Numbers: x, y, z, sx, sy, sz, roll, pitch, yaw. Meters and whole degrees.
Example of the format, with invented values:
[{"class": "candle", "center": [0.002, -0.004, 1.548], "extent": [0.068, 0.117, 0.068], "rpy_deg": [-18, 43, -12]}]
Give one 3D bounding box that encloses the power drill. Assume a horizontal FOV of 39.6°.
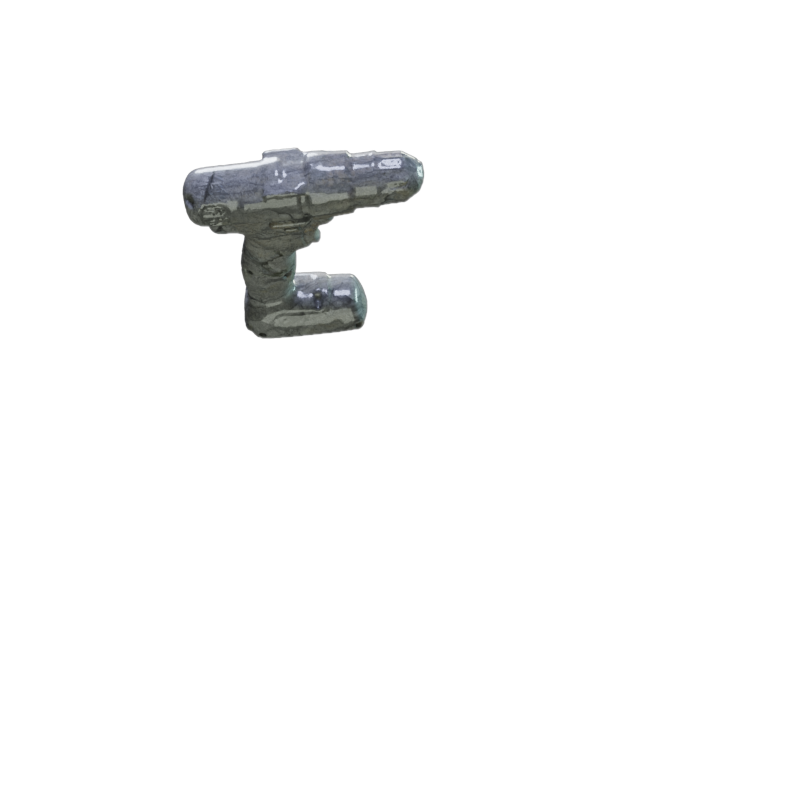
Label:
[{"class": "power drill", "center": [-0.070, -0.128, 0.899], "extent": [0.185, 0.061, 0.174], "rpy_deg": [-3, -37, 4]}]
